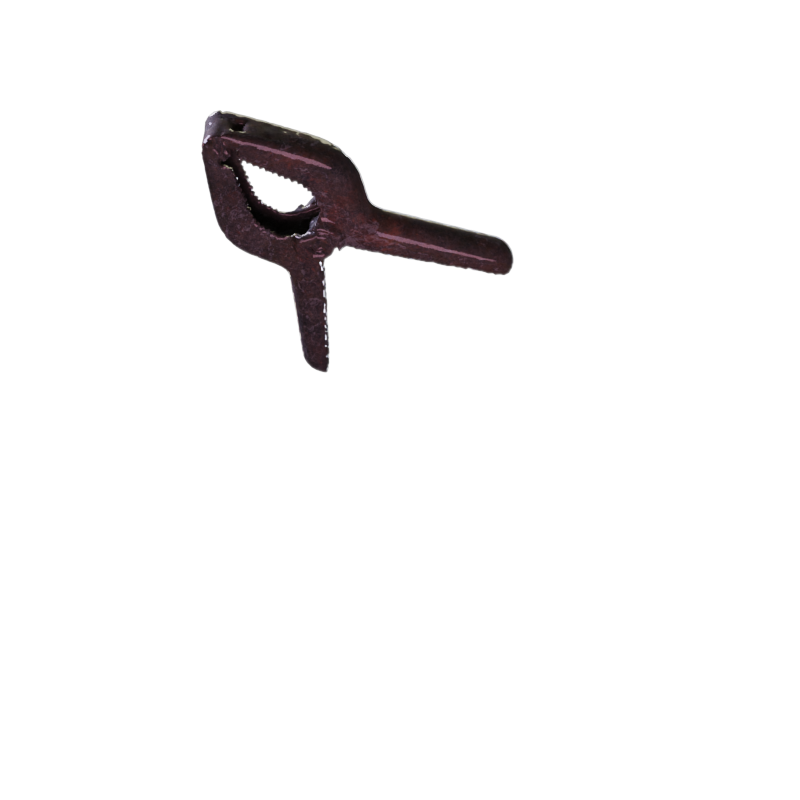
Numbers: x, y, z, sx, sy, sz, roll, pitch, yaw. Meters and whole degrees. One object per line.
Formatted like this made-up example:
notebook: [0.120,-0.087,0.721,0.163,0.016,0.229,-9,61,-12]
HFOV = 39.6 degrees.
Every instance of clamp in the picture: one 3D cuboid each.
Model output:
clamp: [-0.055,-0.100,0.701,0.198,0.039,0.163,35,-55,-29]
